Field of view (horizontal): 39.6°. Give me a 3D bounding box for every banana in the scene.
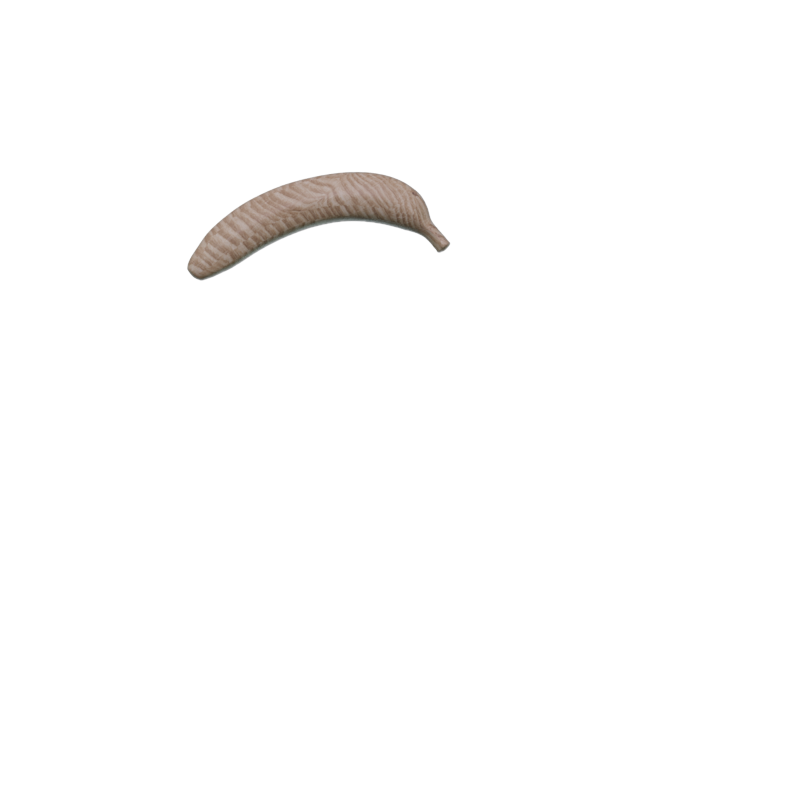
[{"bbox_3d":[-0.064,-0.136,0.834,0.197,0.074,0.035,-8,-24,-4],"label":"banana"}]
